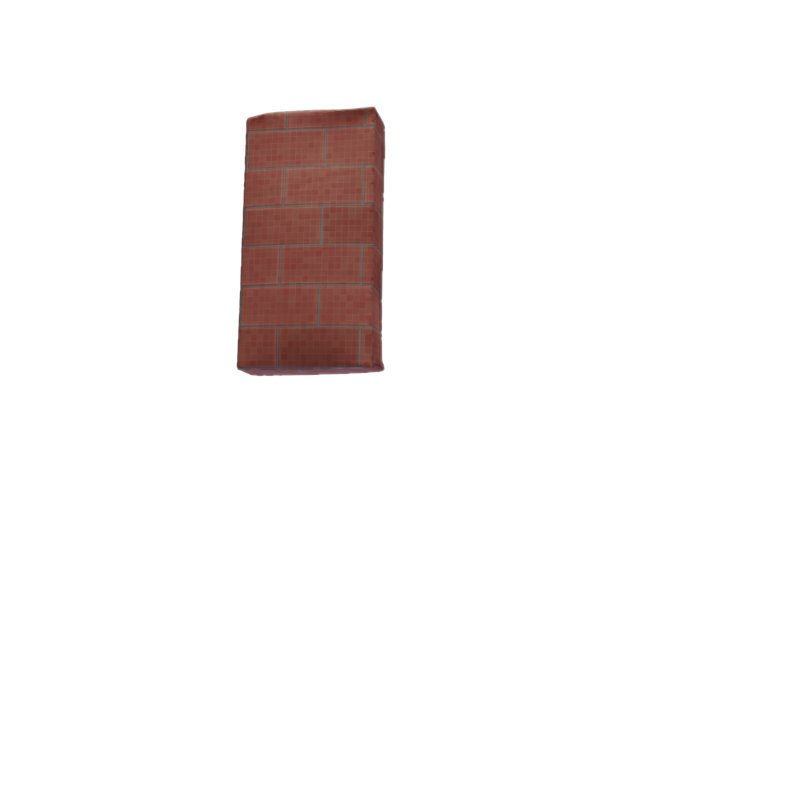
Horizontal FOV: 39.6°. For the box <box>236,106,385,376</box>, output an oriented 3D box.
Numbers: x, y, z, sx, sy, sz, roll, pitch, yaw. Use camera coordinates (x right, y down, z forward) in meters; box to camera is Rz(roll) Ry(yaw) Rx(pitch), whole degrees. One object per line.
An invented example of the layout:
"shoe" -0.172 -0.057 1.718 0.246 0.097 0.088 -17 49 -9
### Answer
"box" -0.058 -0.106 0.743 0.095 0.181 0.046 -3 -11 12
